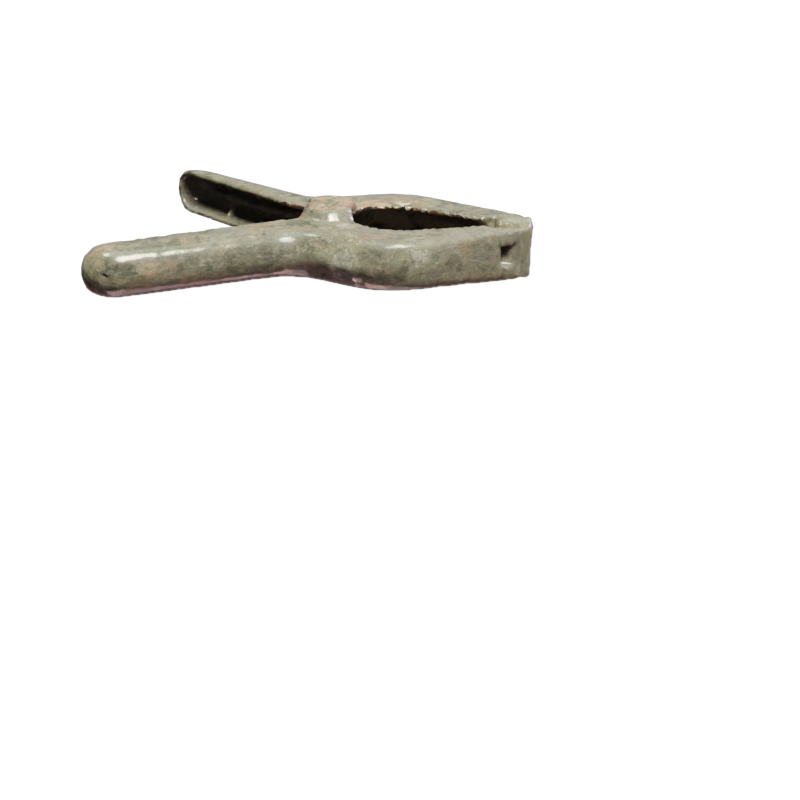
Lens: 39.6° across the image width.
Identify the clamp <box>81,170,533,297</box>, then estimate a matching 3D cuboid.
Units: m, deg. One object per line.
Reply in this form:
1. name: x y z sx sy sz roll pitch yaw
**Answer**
1. clamp: -0.043 -0.079 0.552 0.215 0.035 0.169 7 26 14
